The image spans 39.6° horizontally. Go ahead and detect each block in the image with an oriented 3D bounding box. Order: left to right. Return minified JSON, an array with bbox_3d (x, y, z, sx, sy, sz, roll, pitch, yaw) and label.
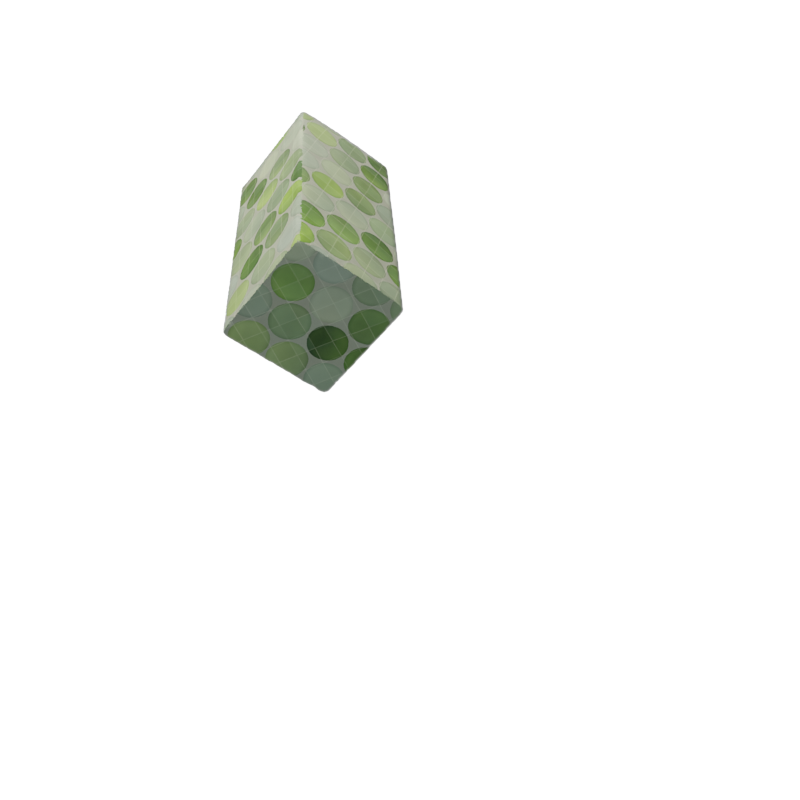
[{"bbox_3d":[-0.064,-0.117,0.821,0.086,0.089,0.220,31,28,-23],"label":"block"}]
